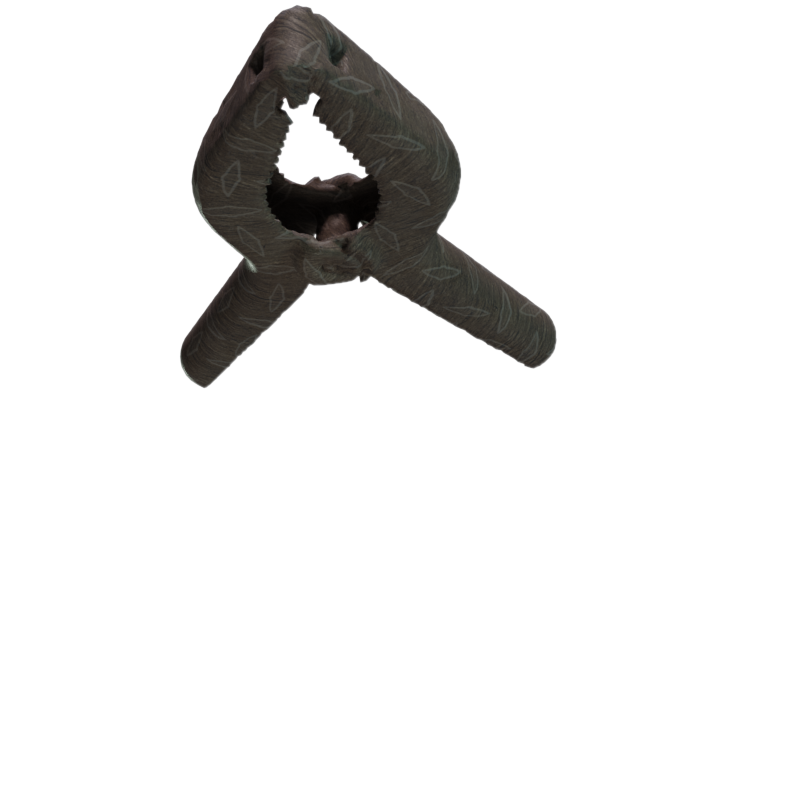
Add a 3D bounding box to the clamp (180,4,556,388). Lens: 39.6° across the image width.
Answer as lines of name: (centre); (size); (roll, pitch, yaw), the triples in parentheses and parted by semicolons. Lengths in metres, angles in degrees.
clamp: (-0.033, -0.060, 0.422); (0.166, 0.039, 0.194); (-7, -31, 12)
